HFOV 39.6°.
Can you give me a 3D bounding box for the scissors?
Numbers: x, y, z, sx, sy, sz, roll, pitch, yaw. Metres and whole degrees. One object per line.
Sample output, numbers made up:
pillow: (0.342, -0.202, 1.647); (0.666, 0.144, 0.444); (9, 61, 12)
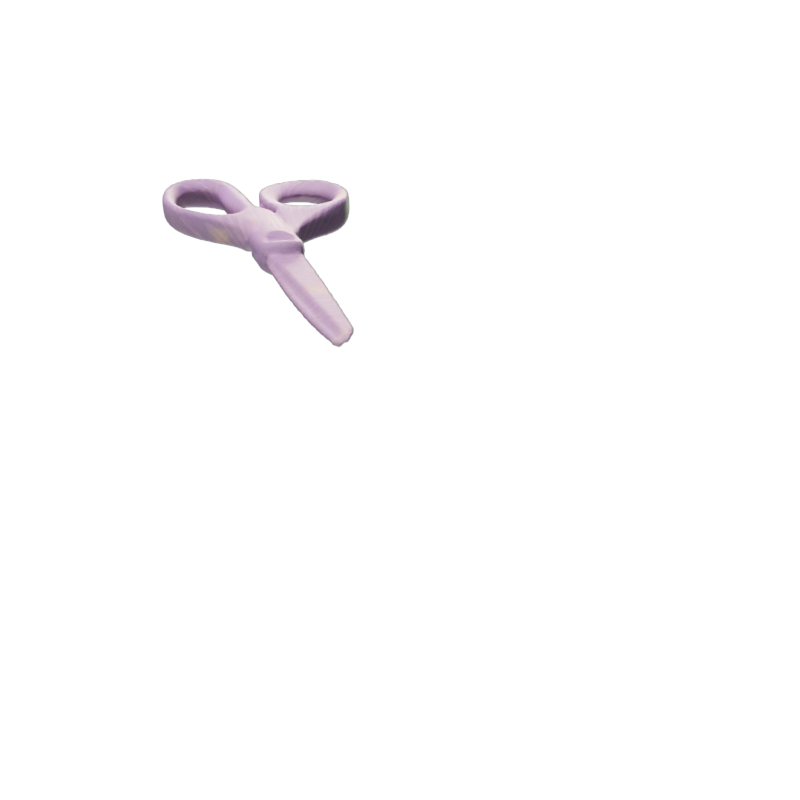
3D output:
scissors: (-0.037, -0.067, 0.469); (0.094, 0.015, 0.216); (-14, 28, -28)
